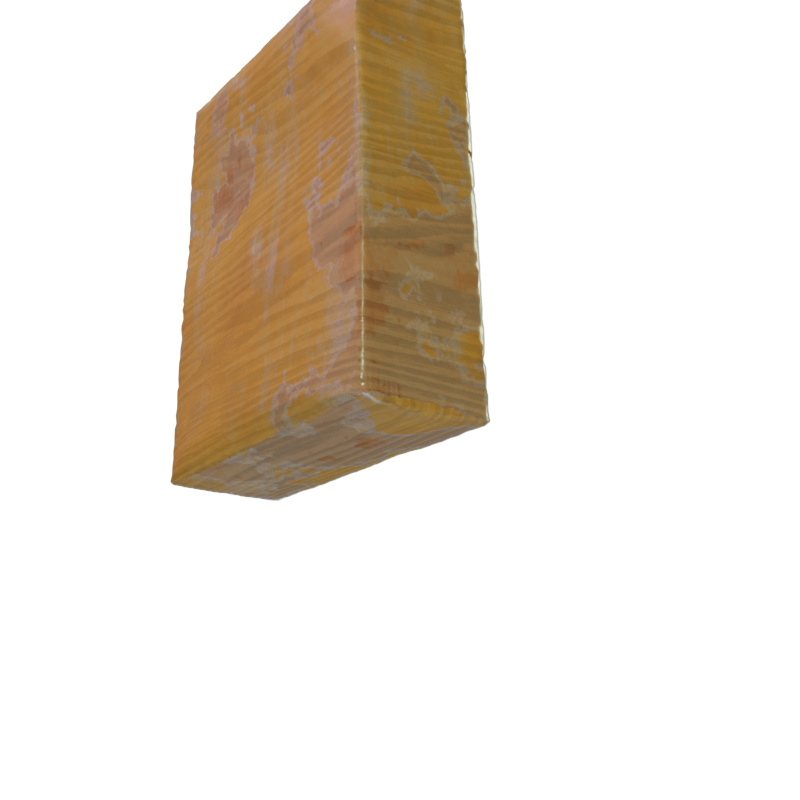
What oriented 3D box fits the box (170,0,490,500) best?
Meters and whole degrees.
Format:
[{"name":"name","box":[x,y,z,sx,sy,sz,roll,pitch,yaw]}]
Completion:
[{"name":"box","box":[-0.041,-0.076,0.530,0.068,0.225,0.164,15,-27,-34]}]
